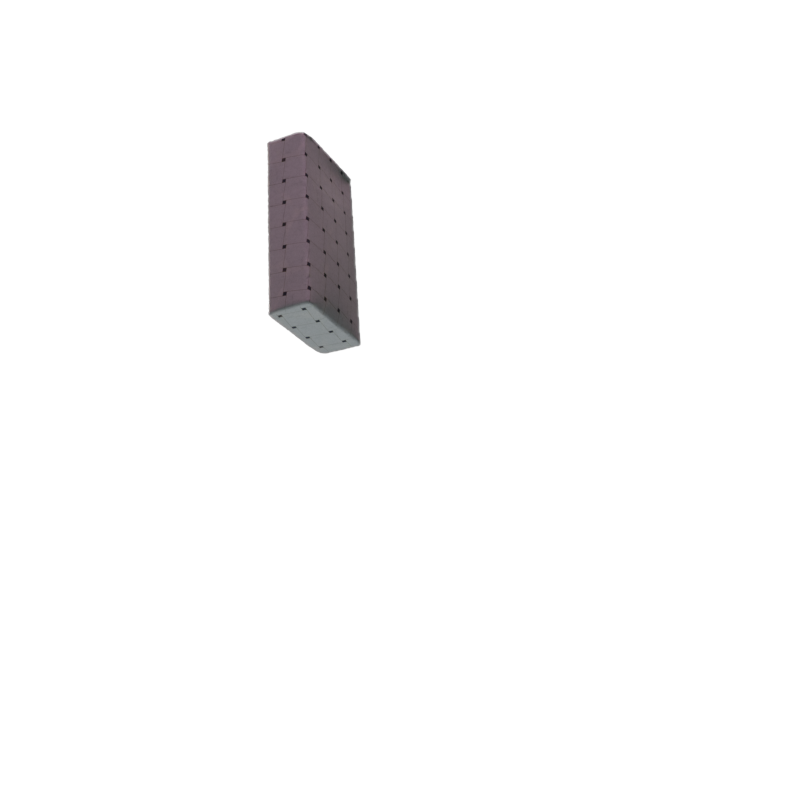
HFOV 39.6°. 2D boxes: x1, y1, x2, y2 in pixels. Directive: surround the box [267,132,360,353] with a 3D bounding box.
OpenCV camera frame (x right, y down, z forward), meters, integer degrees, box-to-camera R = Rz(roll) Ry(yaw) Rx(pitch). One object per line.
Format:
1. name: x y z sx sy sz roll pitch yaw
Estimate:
1. box: -0.075 -0.138 0.964 0.049 0.187 0.086 -16 -31 23
